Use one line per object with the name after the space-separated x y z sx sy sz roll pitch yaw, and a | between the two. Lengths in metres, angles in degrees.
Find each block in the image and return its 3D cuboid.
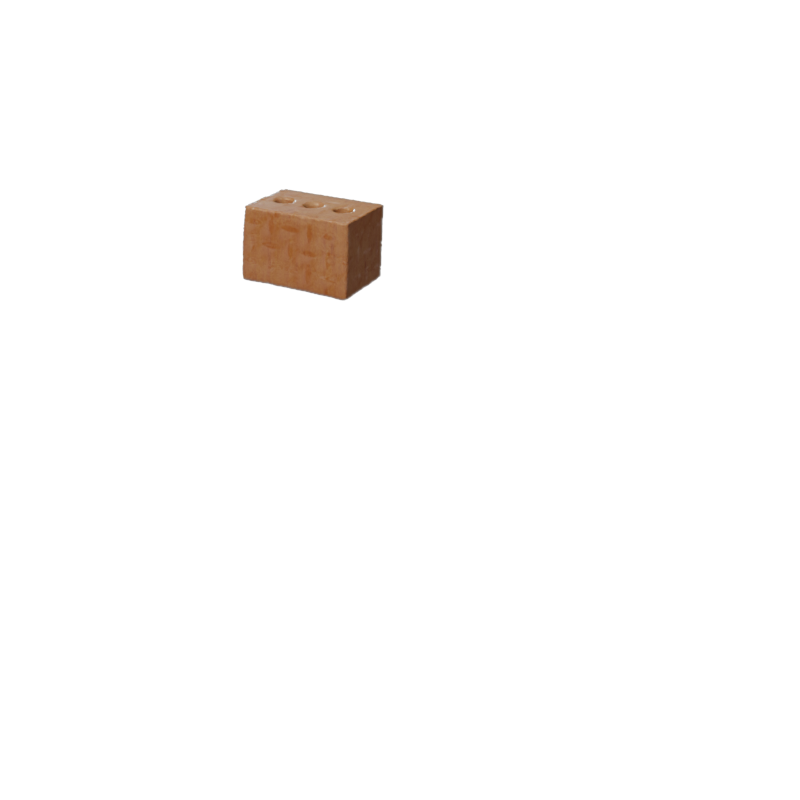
-0.056 -0.103 0.719 0.081 0.049 0.053 13 25 25 | block
